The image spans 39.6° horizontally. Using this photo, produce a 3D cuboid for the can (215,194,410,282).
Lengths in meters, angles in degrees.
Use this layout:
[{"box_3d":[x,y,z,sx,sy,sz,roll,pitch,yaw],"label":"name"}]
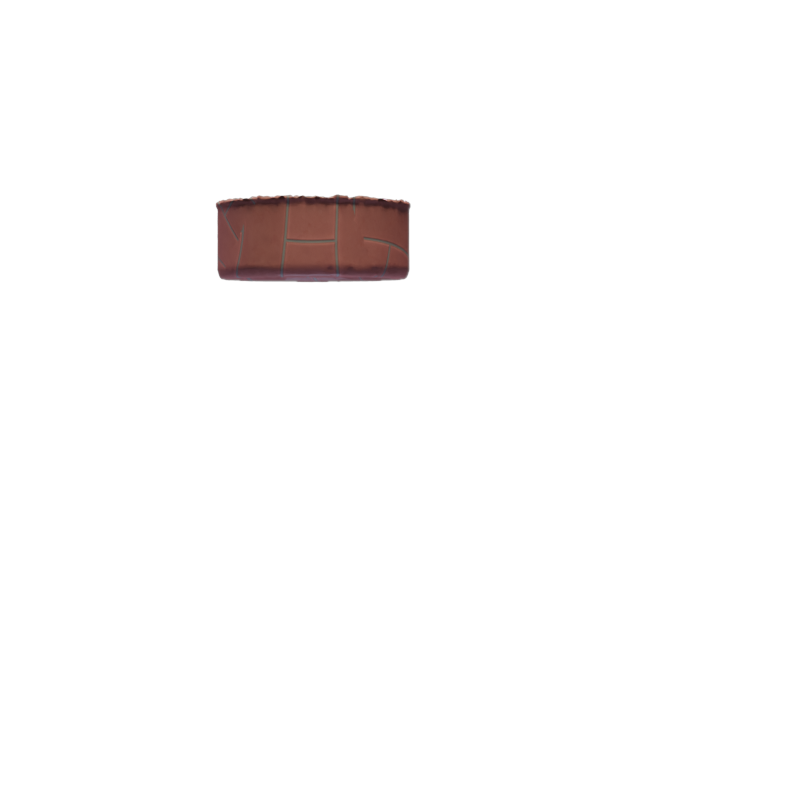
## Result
[{"box_3d":[-0.038,-0.070,0.488,0.086,0.034,0.086,0,4,-2],"label":"can"}]
